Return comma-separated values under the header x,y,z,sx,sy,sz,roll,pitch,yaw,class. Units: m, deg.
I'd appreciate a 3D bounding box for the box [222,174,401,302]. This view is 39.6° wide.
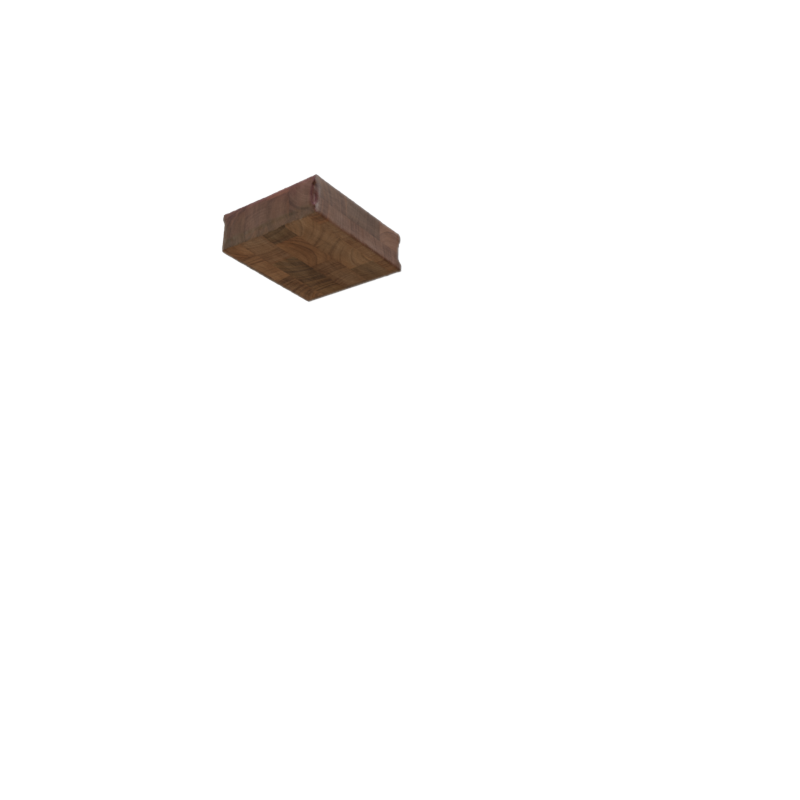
x,y,z,sx,sy,sz,roll,pitch,yaw,class
-0.053,-0.097,0.679,0.074,0.032,0.083,-17,-29,33,box
